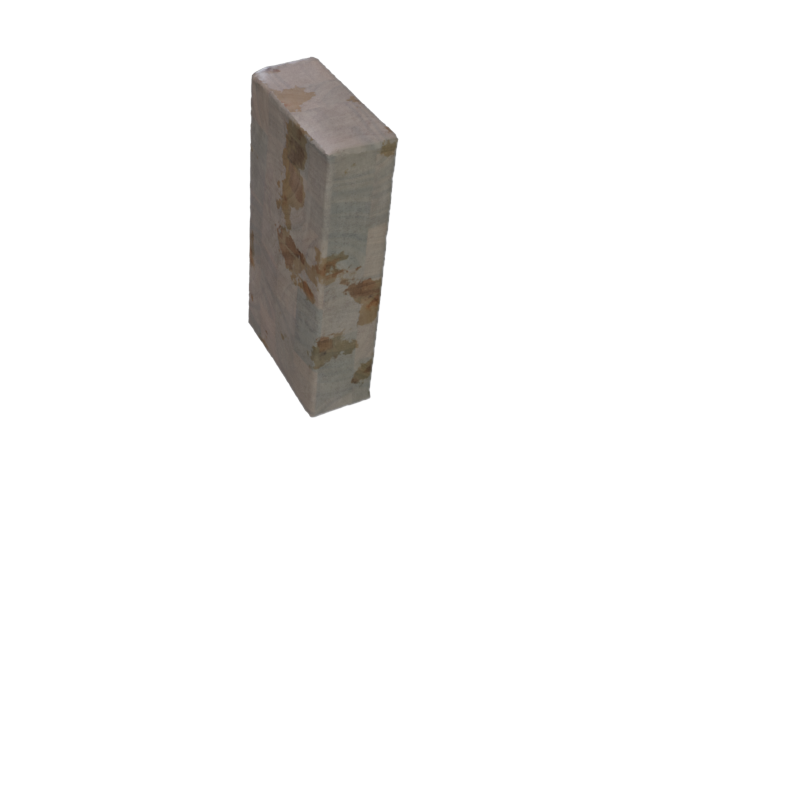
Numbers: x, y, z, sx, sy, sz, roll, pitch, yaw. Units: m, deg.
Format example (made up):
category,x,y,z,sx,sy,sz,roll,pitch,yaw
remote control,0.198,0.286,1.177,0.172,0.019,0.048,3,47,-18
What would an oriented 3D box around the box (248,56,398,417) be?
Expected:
category,x,y,z,sx,sy,sz,roll,pitch,yaw
box,-0.048,-0.086,0.603,0.047,0.164,0.101,-17,45,-22
